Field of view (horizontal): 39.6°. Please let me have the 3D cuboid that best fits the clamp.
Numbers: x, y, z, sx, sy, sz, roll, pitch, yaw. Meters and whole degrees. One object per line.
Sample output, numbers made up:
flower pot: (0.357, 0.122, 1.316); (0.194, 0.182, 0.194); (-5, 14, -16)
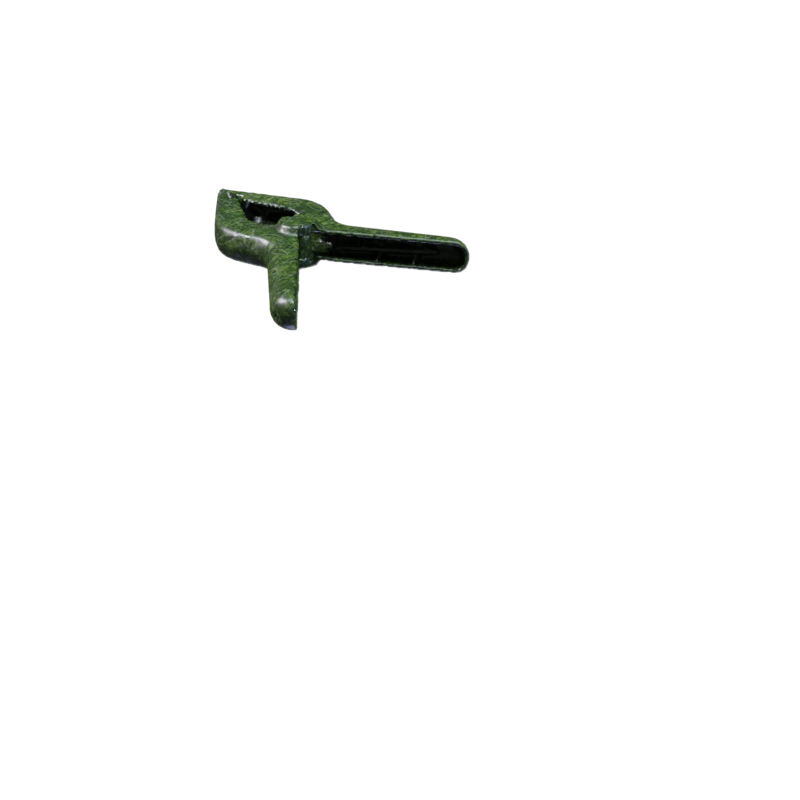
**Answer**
clamp: (-0.064, -0.117, 0.821); (0.162, 0.034, 0.225); (-16, 33, -28)
